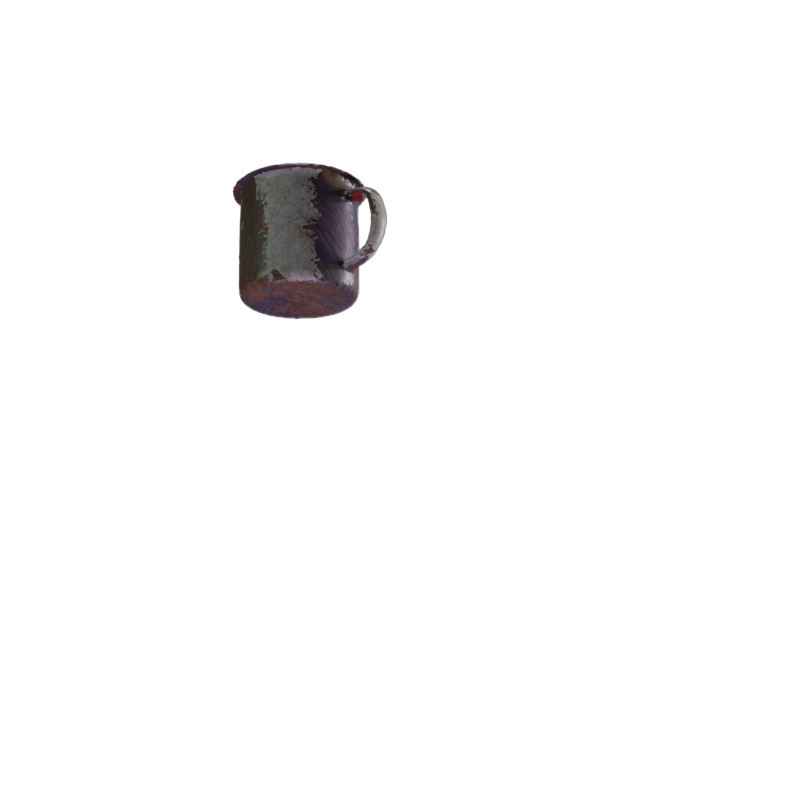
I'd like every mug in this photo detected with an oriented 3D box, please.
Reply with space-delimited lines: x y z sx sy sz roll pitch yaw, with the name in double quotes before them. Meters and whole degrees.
"mug" -0.059 -0.107 0.752 0.119 0.086 0.087 -12 -22 32
